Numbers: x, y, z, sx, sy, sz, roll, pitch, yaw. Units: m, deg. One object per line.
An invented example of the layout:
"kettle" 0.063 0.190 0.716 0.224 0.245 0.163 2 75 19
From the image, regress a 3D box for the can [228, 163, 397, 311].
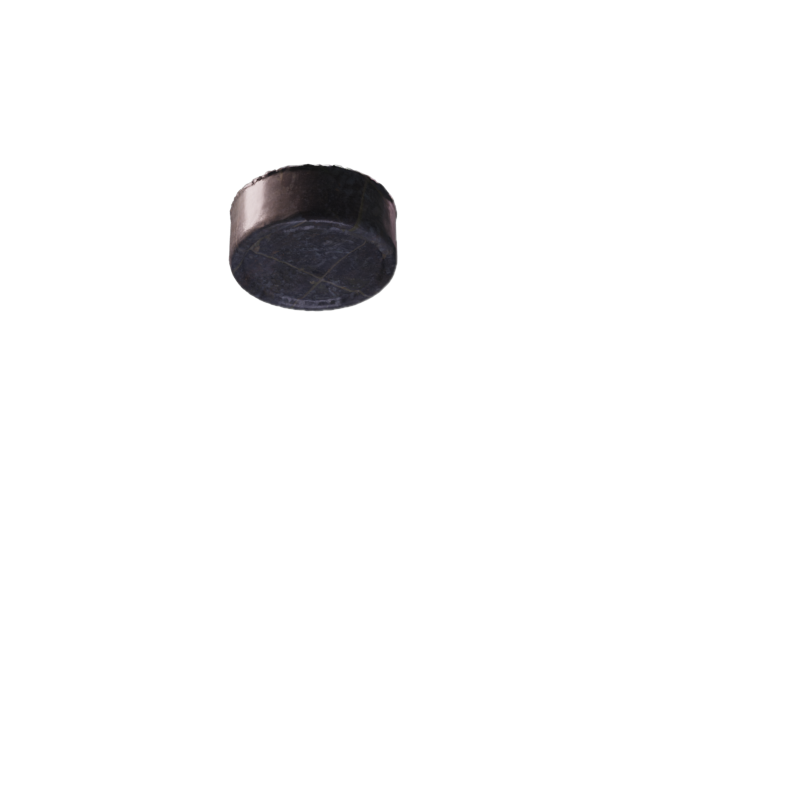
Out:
"can" -0.044 -0.080 0.560 0.086 0.036 0.081 1 -30 -2
